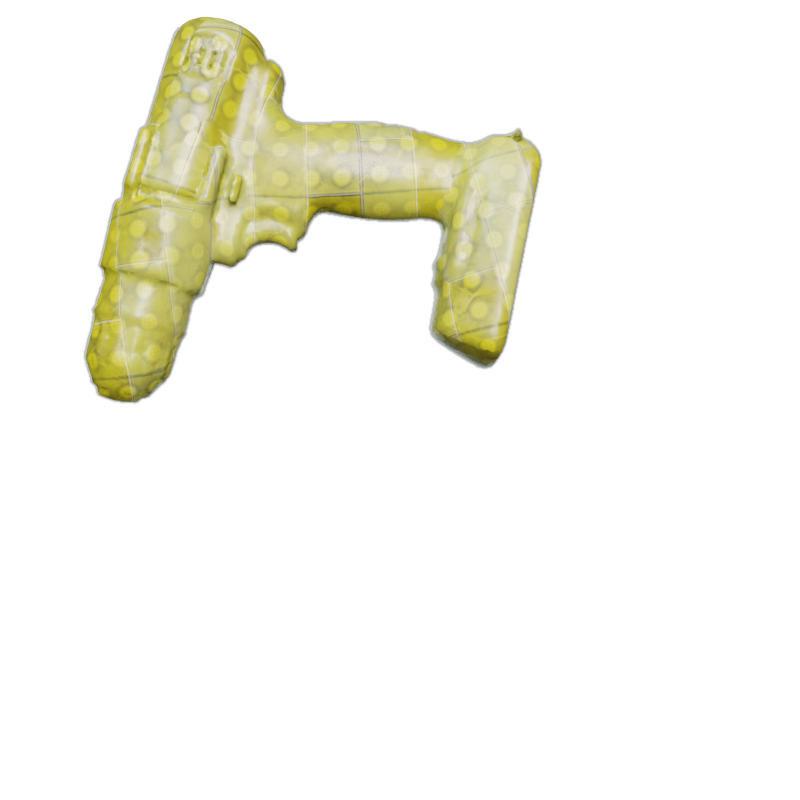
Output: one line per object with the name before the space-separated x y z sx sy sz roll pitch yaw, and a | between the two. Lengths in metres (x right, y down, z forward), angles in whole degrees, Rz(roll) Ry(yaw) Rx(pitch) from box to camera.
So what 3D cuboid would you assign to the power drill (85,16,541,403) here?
power drill | -0.040 -0.073 0.511 0.188 0.188 0.056 14 -8 2
